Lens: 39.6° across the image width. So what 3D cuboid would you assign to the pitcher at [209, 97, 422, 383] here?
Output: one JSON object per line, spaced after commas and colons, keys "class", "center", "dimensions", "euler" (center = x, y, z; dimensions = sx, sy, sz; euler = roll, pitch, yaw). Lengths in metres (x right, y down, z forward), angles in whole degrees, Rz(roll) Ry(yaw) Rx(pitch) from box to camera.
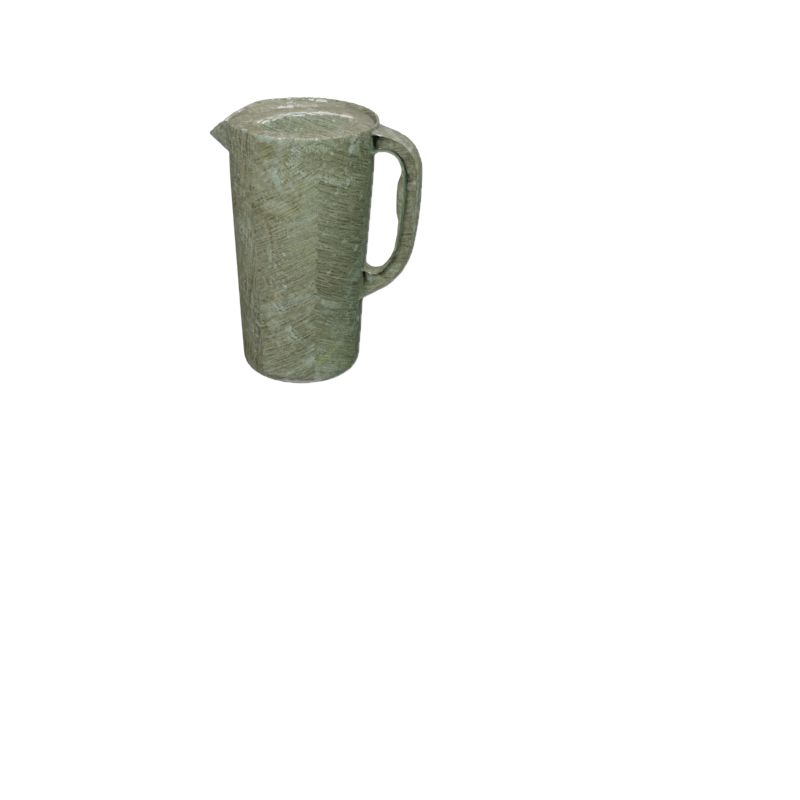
{"class": "pitcher", "center": [-0.078, -0.141, 0.990], "dimensions": [0.142, 0.231, 0.160], "euler": [-14, 29, -30]}
